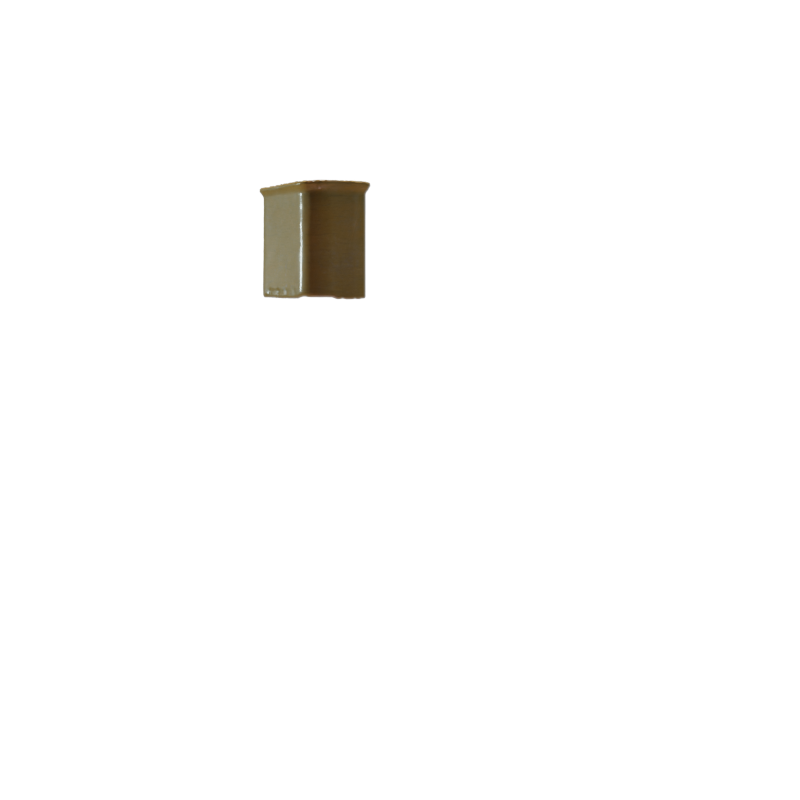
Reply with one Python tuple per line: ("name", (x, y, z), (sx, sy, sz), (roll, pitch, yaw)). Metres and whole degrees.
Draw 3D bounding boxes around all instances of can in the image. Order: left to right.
("can", (-0.065, -0.118, 0.823), (0.056, 0.084, 0.105), (-1, 3, -28))
